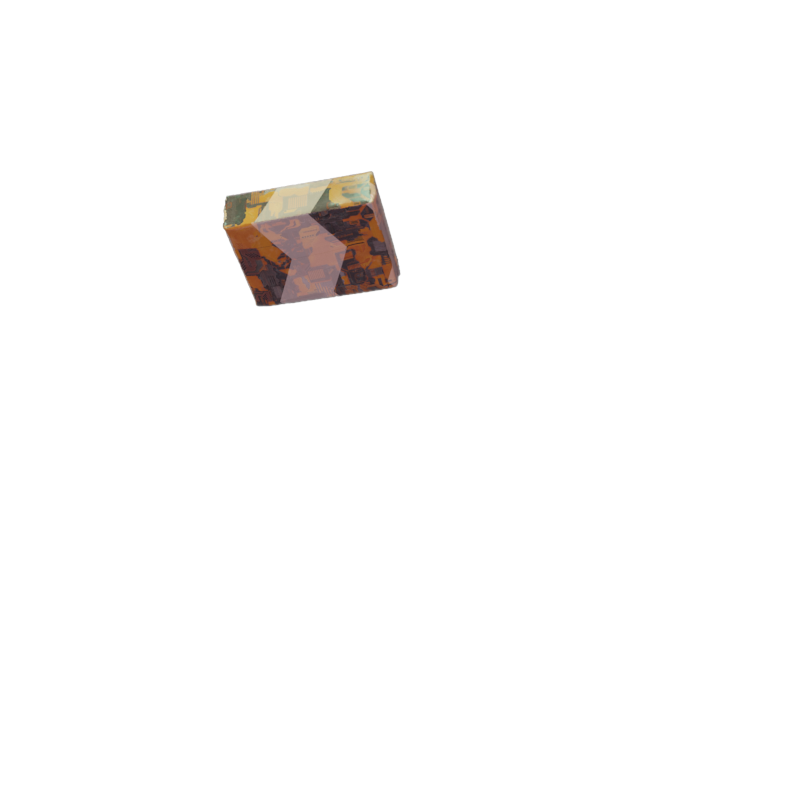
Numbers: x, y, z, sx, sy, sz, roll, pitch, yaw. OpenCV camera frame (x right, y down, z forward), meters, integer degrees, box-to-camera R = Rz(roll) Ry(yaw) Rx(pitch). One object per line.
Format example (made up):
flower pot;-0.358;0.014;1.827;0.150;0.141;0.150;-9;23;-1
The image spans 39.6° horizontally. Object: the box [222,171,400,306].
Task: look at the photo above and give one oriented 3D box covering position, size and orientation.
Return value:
box;-0.064;-0.116;0.813;0.114;0.042;0.083;-9;-43;9
